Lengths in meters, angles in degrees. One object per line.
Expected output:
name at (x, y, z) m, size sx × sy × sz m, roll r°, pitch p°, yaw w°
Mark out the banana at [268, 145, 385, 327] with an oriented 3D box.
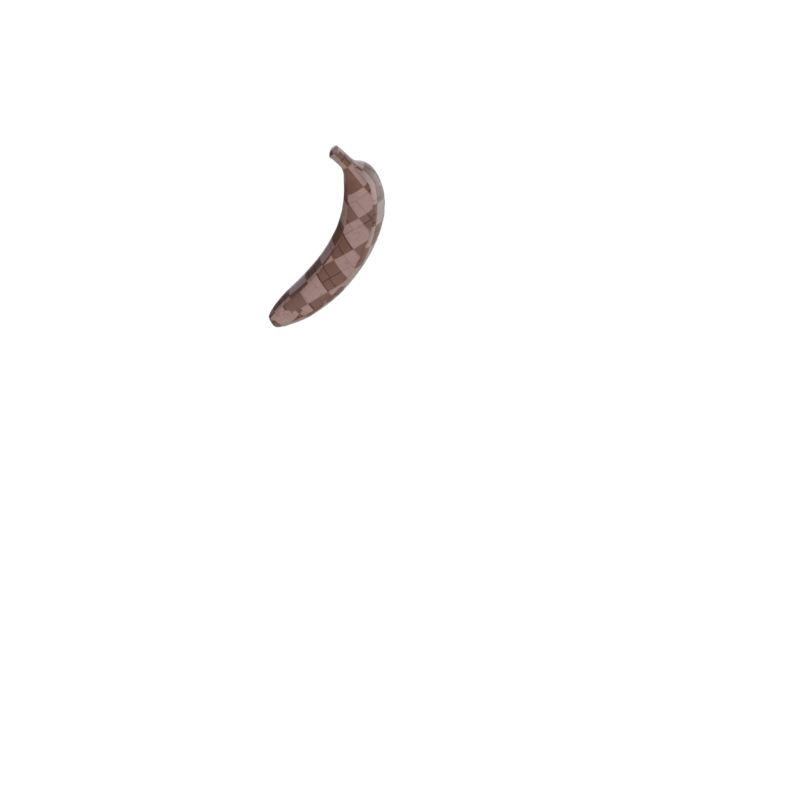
banana at (-0.058, -0.139, 0.984) m, size 0.068 × 0.189 × 0.039 m, roll 16°, pitch 34°, yaw -12°
